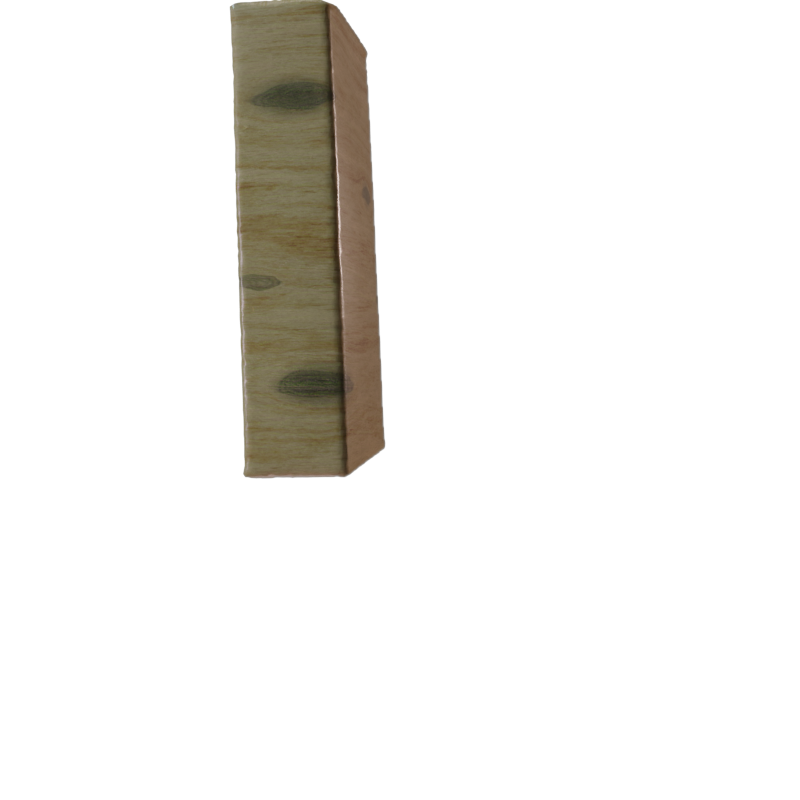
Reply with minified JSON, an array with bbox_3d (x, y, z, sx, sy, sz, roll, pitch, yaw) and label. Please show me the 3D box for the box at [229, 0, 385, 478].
[{"bbox_3d":[-0.035,-0.064,0.446,0.049,0.177,0.092,-1,-2,8],"label":"box"}]
